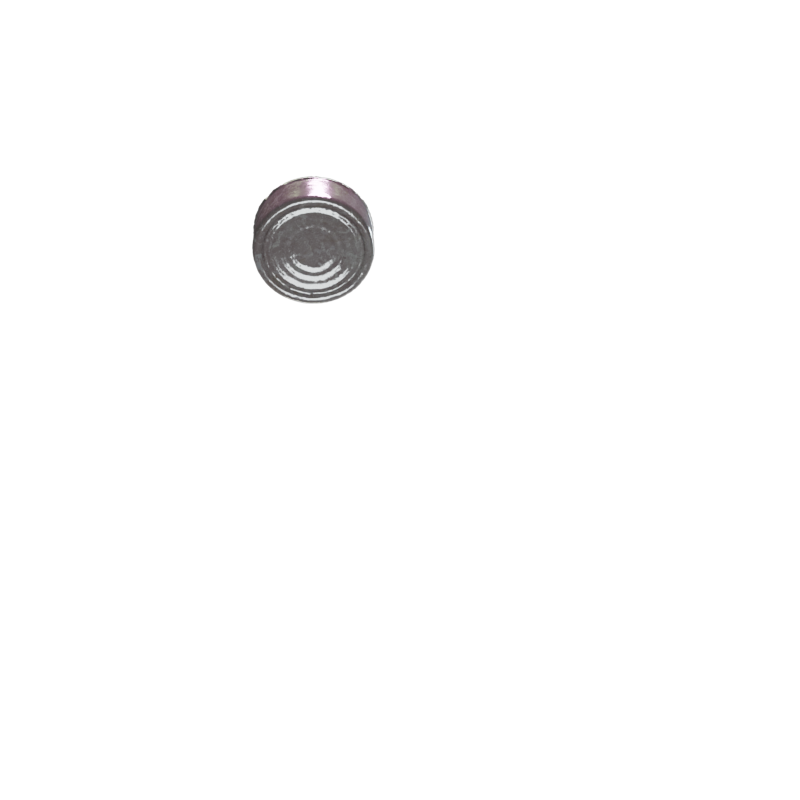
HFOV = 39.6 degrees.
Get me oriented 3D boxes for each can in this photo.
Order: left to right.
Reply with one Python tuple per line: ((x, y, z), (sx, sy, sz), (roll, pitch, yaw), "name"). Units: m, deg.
((-0.061, -0.111, 0.776), (0.086, 0.081, 0.036), (1, 30, -1), "can")
